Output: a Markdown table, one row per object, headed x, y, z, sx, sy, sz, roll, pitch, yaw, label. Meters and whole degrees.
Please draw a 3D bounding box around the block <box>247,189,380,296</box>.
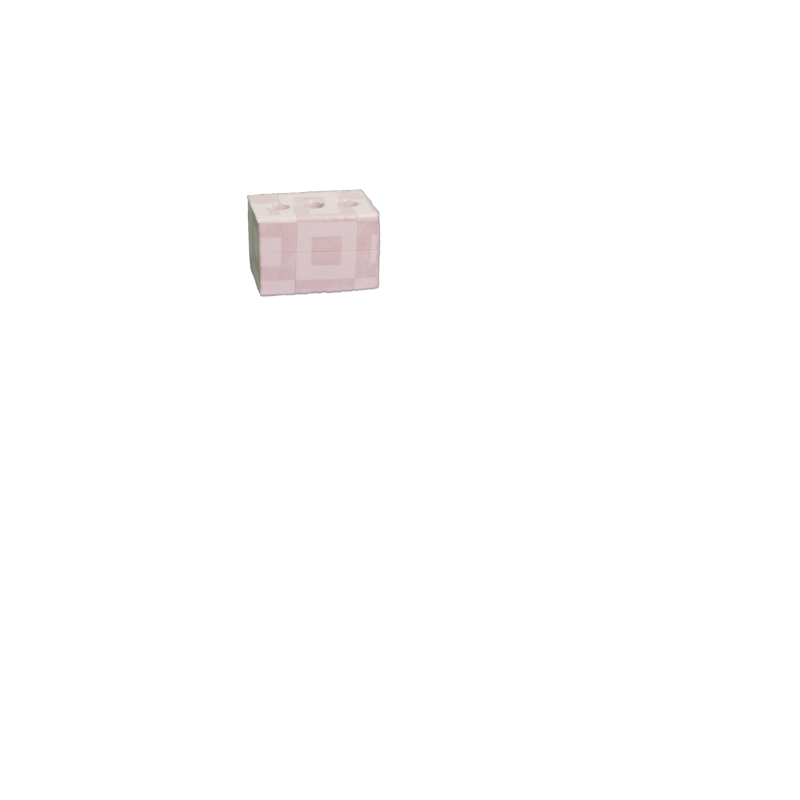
| x | y | z | sx | sy | sz | roll | pitch | yaw | label |
| --- | --- | --- | --- | --- | --- | --- | --- | --- | --- |
| -0.055 | -0.100 | 0.699 | 0.077 | 0.049 | 0.056 | -5 | 24 | -11 | block |
